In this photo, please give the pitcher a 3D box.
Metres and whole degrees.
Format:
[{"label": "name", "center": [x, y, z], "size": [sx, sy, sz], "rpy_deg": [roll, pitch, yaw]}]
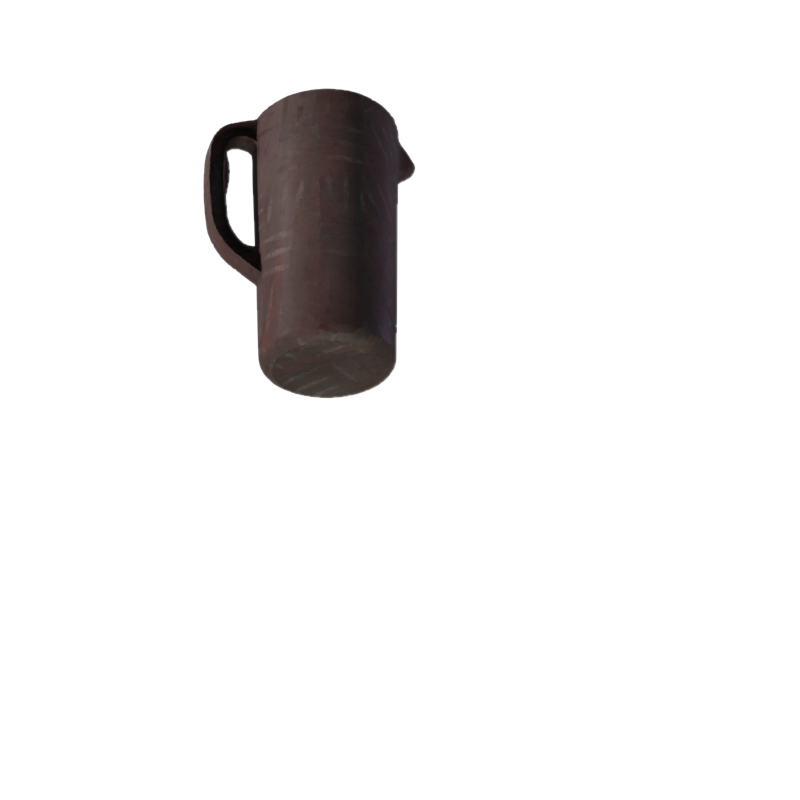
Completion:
[{"label": "pitcher", "center": [-0.072, -0.132, 0.923], "size": [0.151, 0.260, 0.134], "rpy_deg": [-15, -35, 20]}]
